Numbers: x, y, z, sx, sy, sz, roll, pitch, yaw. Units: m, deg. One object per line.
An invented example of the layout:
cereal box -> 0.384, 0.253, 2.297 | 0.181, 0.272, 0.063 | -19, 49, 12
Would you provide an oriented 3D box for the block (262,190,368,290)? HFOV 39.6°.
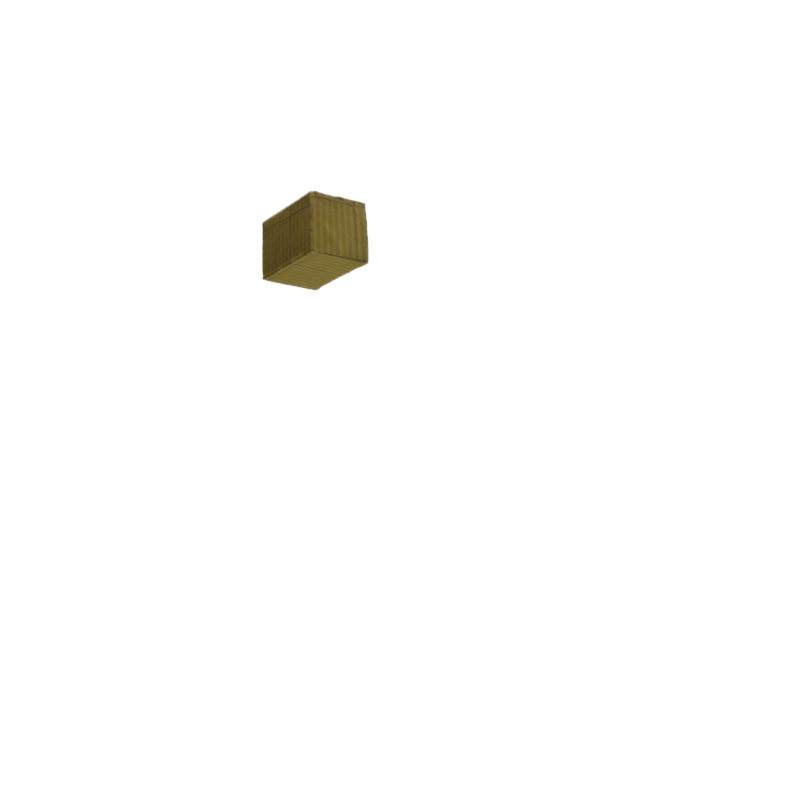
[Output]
block -> -0.068, -0.124, 0.866 | 0.050, 0.053, 0.078 | 11, -19, -34
